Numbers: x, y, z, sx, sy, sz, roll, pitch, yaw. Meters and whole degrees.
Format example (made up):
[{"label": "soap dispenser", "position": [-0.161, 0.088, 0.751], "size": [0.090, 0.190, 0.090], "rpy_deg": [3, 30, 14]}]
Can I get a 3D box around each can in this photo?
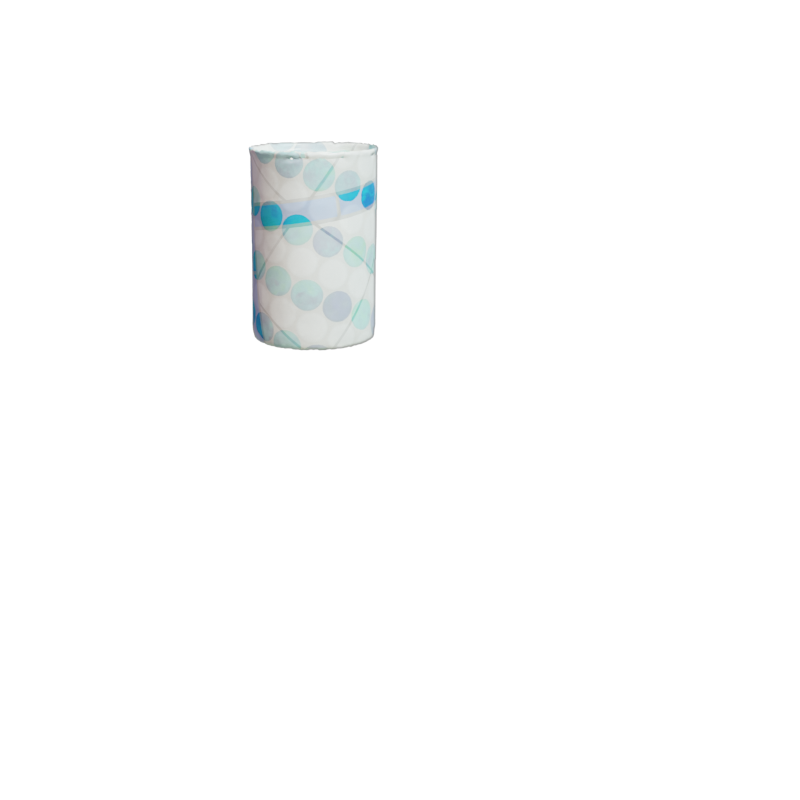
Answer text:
[{"label": "can", "position": [-0.046, -0.084, 0.590], "size": [0.068, 0.100, 0.071], "rpy_deg": [0, 12, -2]}]
